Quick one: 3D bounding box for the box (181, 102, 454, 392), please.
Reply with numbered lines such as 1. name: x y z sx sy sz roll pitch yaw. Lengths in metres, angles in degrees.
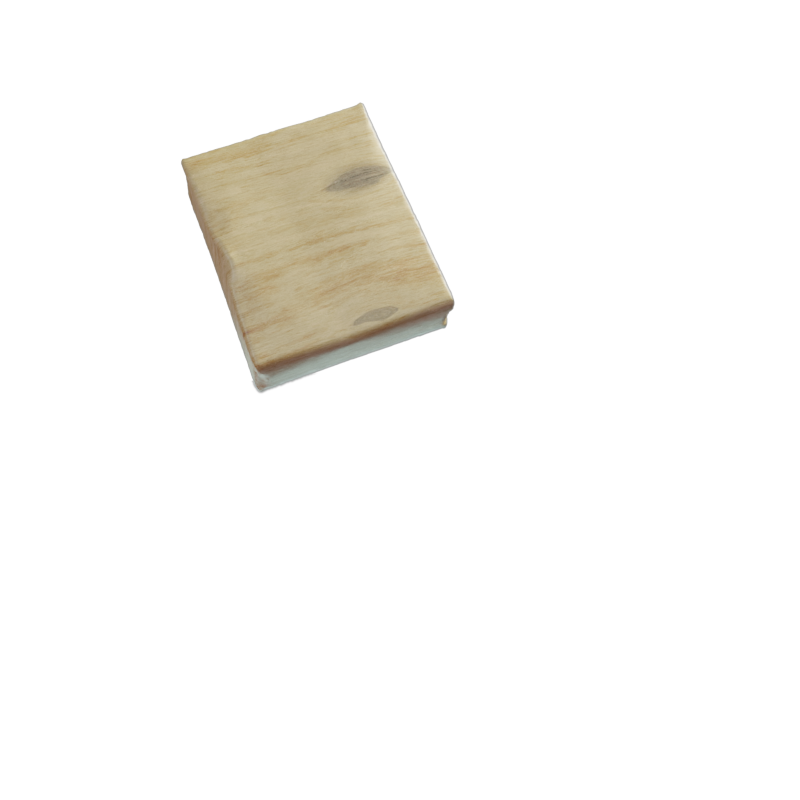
1. box: -0.032 -0.058 0.403 0.073 0.095 0.029 -19 -22 -9
